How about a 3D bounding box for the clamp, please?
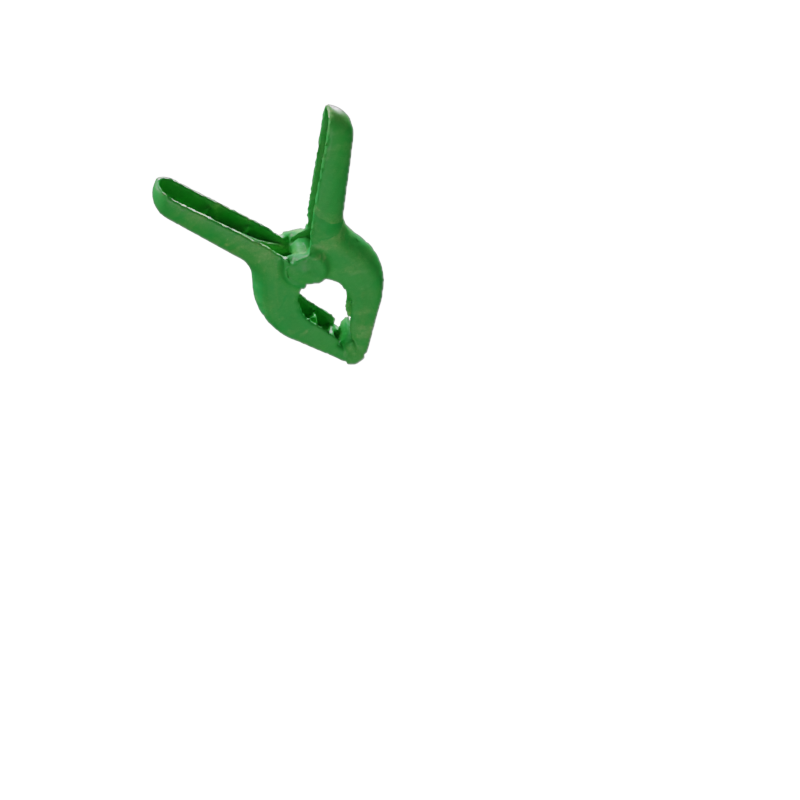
[{"bbox_3d":[-0.051,-0.094,0.655,0.120,0.042,0.159,-24,-52,20],"label":"clamp"}]
